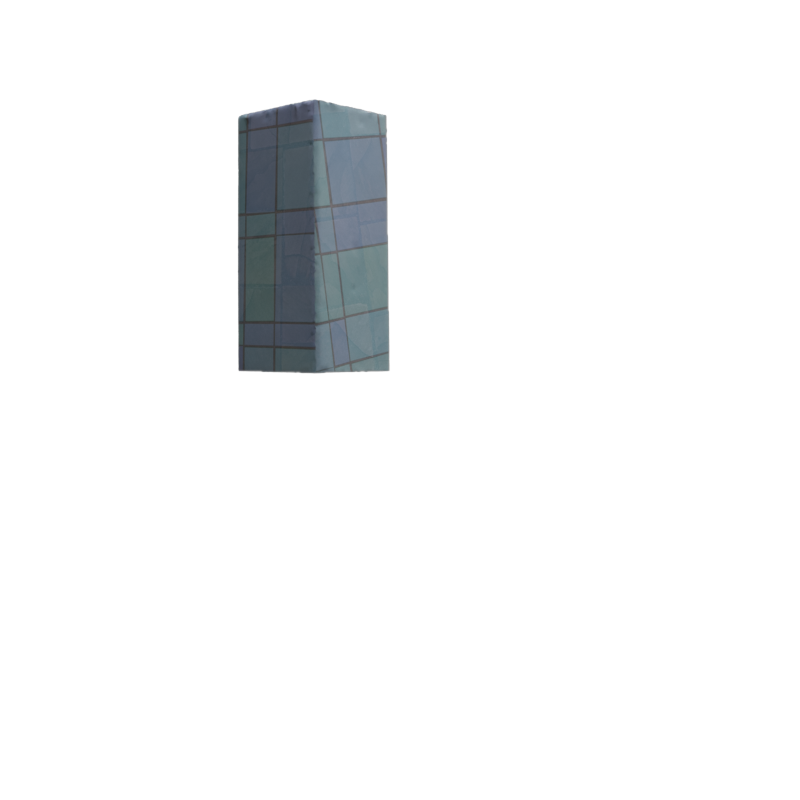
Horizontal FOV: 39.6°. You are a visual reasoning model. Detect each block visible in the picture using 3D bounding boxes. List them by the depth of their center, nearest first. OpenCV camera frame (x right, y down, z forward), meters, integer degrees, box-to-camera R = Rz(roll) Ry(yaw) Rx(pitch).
[{"bbox_3d":[-0.070,-0.127,0.889,0.094,0.208,0.086,-4,-5,42],"label":"block"}]
